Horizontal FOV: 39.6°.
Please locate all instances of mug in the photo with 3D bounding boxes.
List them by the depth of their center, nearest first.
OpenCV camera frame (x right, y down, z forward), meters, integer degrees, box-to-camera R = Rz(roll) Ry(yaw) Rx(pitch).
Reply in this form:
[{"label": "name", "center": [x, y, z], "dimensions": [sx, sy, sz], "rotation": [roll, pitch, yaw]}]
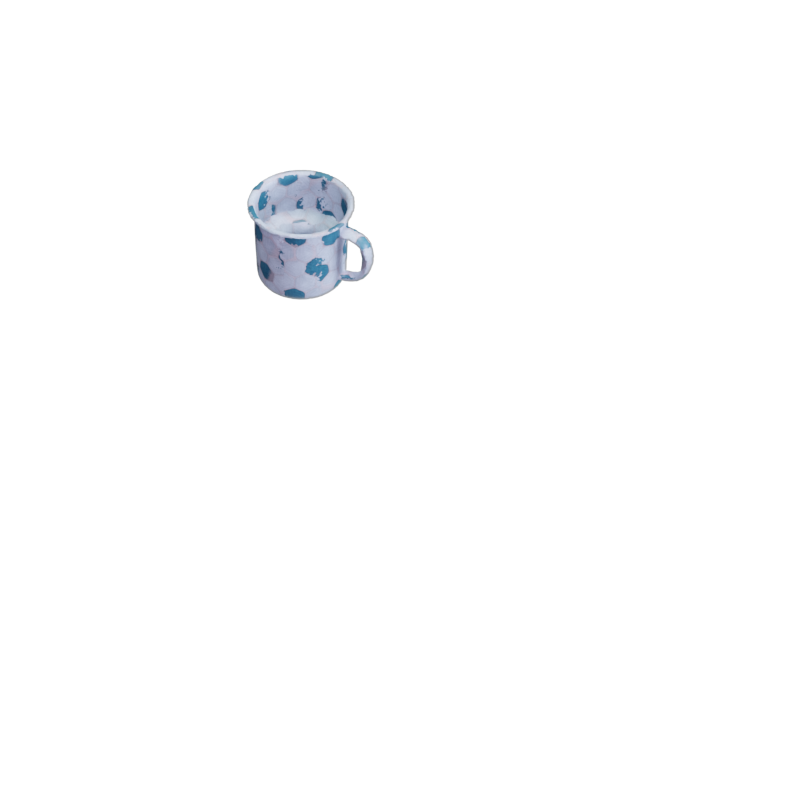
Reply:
[{"label": "mug", "center": [-0.076, -0.139, 0.977], "dimensions": [0.122, 0.076, 0.096], "rotation": [20, 48, 18]}]
